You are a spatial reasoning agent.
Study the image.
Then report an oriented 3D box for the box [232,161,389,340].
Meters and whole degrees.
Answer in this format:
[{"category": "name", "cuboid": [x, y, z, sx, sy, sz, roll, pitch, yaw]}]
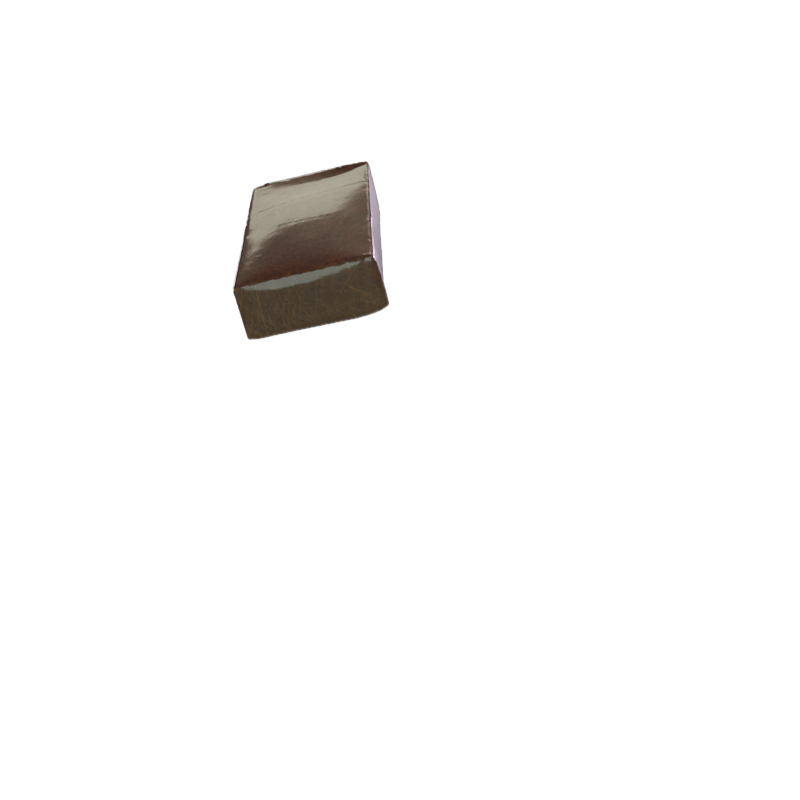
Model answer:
[{"category": "box", "cuboid": [-0.060, -0.109, 0.764, 0.094, 0.045, 0.187, -13, 32, 4]}]
